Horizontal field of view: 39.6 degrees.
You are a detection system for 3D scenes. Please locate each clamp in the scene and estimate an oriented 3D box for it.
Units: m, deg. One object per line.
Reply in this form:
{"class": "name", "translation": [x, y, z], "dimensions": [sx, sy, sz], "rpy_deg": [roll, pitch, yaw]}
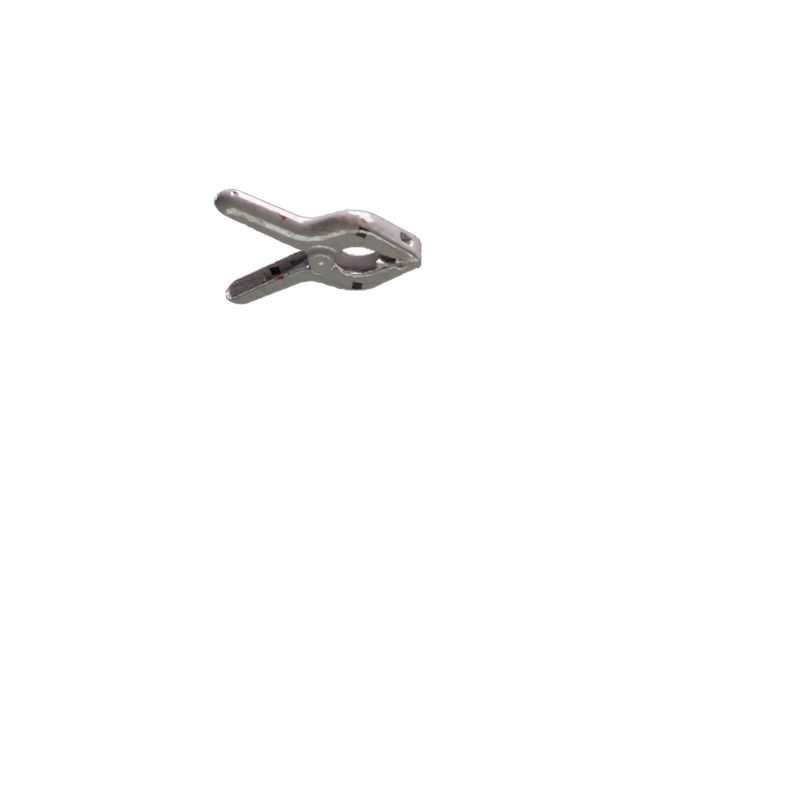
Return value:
{"class": "clamp", "translation": [-0.070, -0.128, 0.899], "dimensions": [0.173, 0.042, 0.111], "rpy_deg": [-6, -36, 7]}
